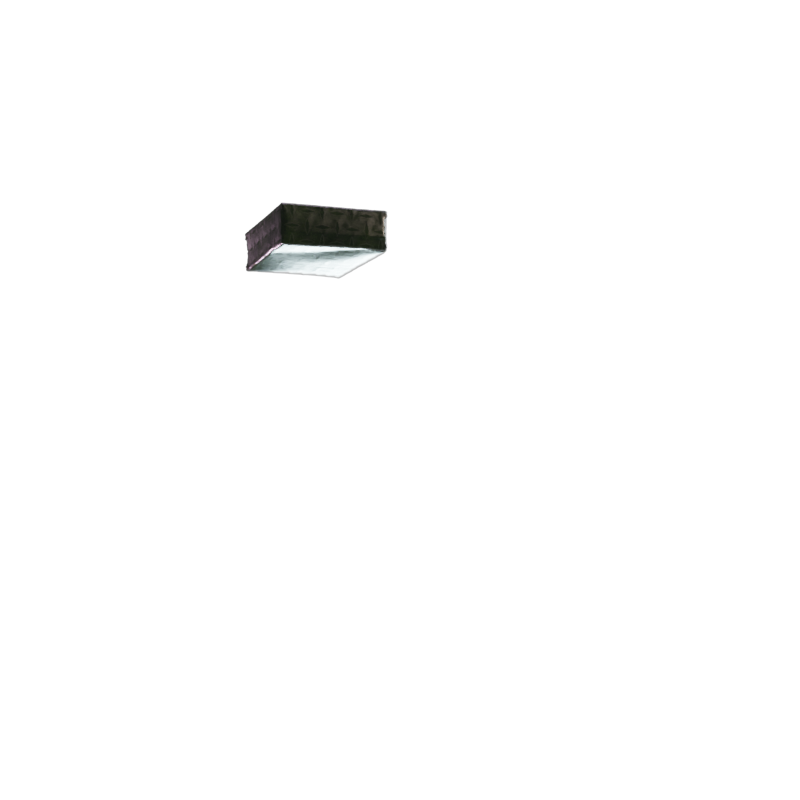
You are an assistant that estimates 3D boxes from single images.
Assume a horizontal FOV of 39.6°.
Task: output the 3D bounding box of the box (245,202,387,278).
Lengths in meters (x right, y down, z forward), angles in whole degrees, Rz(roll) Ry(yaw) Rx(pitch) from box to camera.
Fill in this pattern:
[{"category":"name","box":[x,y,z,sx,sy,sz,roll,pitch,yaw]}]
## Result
[{"category":"box","box":[-0.072,-0.131,0.919,0.087,0.040,0.113,3,-9,-21]}]
